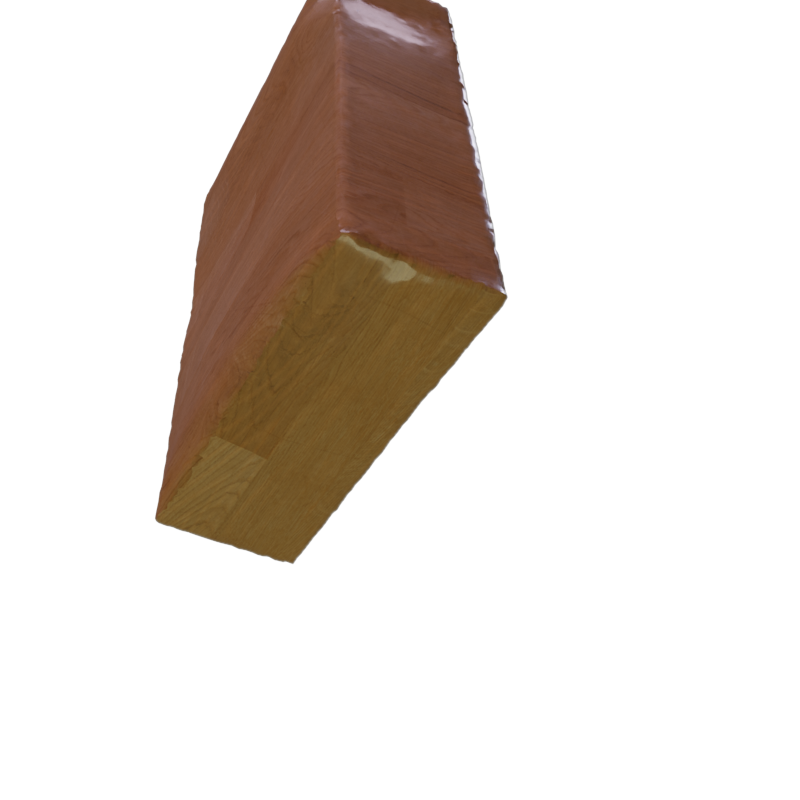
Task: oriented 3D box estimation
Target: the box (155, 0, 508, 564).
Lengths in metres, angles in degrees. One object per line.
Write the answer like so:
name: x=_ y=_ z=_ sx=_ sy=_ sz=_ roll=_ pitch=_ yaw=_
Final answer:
box: x=-0.038 y=-0.069 z=0.481 sx=0.069 sy=0.229 sz=0.159 roll=21 pitch=-52 yaw=-22
